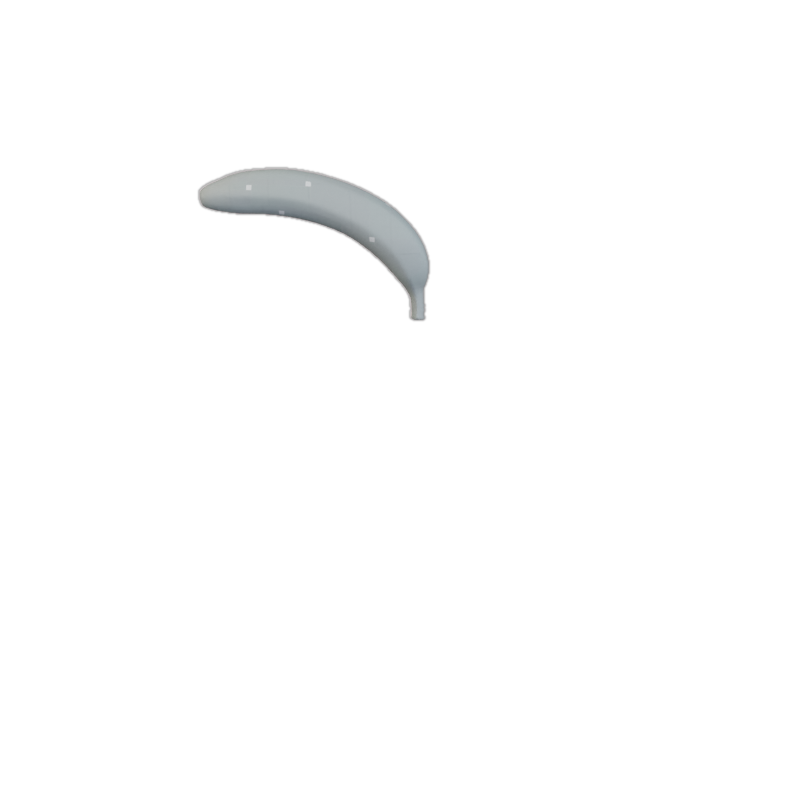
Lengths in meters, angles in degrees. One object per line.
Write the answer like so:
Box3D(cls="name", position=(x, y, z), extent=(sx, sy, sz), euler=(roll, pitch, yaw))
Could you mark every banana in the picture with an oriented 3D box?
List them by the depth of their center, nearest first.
Box3D(cls="banana", position=(-0.054, -0.135, 0.842), extent=(0.199, 0.070, 0.036), euler=(29, -4, 2))
